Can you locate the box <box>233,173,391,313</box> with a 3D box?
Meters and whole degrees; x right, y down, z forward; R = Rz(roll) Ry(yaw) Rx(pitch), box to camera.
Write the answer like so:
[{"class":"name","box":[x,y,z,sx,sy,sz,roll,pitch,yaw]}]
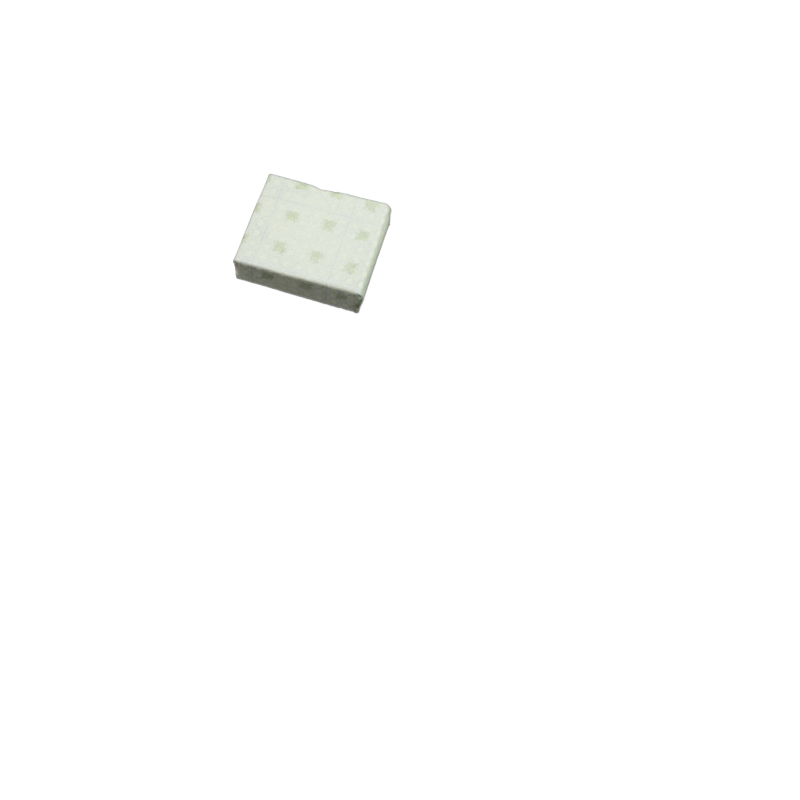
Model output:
[{"class":"box","box":[-0.058,-0.106,0.744,0.091,0.076,0.028,15,-27,8]}]
